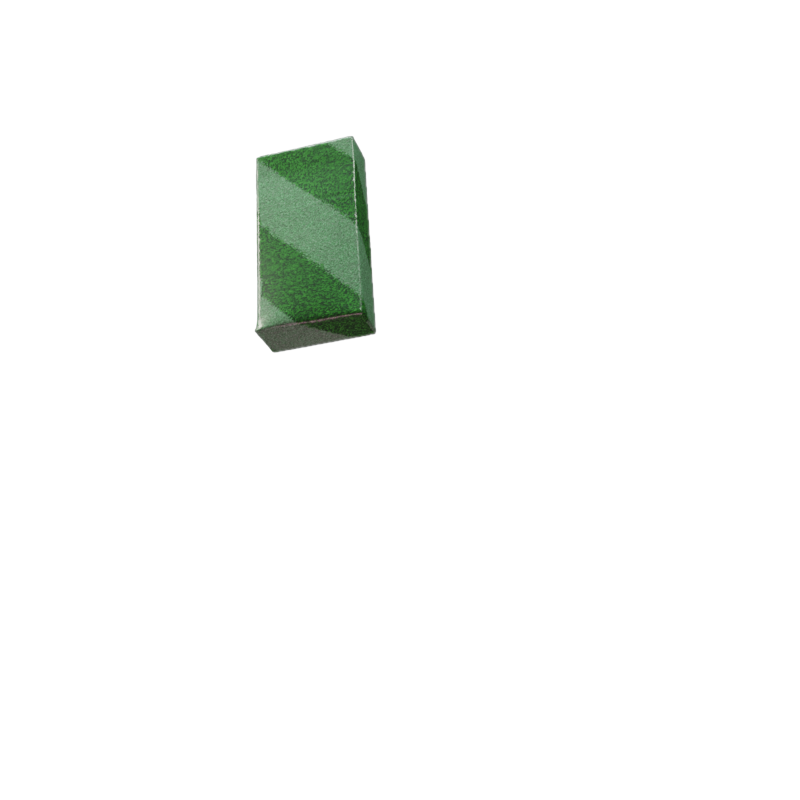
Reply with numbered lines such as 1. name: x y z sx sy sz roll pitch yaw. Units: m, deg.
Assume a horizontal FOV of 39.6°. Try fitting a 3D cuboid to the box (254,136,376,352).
1. box: -0.073 -0.133 0.934 0.094 0.188 0.044 -11 -33 14
